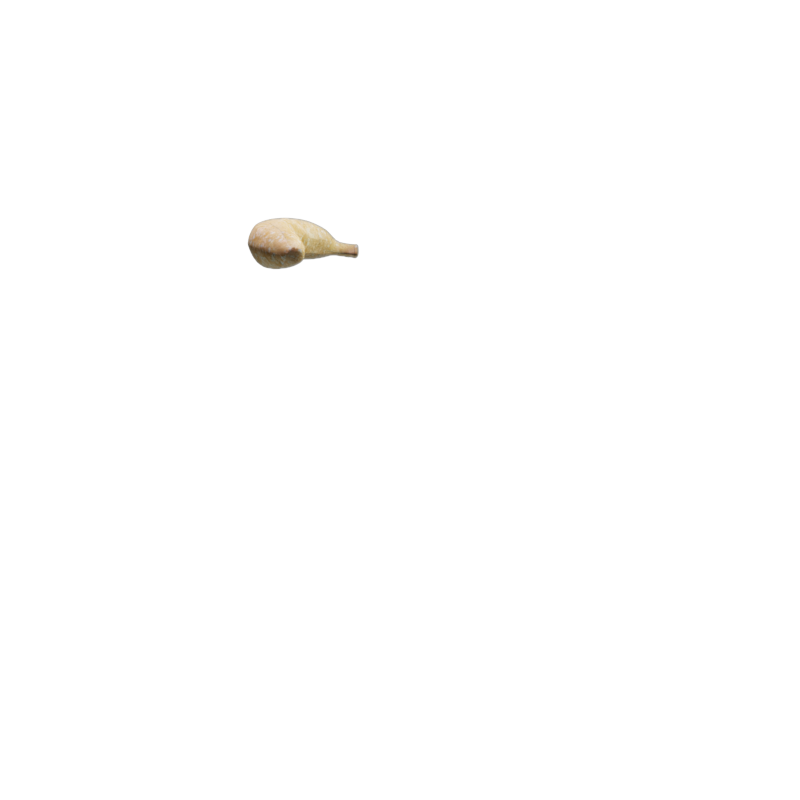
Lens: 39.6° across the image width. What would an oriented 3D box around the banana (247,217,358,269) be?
[{"bbox_3d":[-0.087,-0.128,0.893,0.071,0.036,0.197,2,10,11],"label":"banana"}]
